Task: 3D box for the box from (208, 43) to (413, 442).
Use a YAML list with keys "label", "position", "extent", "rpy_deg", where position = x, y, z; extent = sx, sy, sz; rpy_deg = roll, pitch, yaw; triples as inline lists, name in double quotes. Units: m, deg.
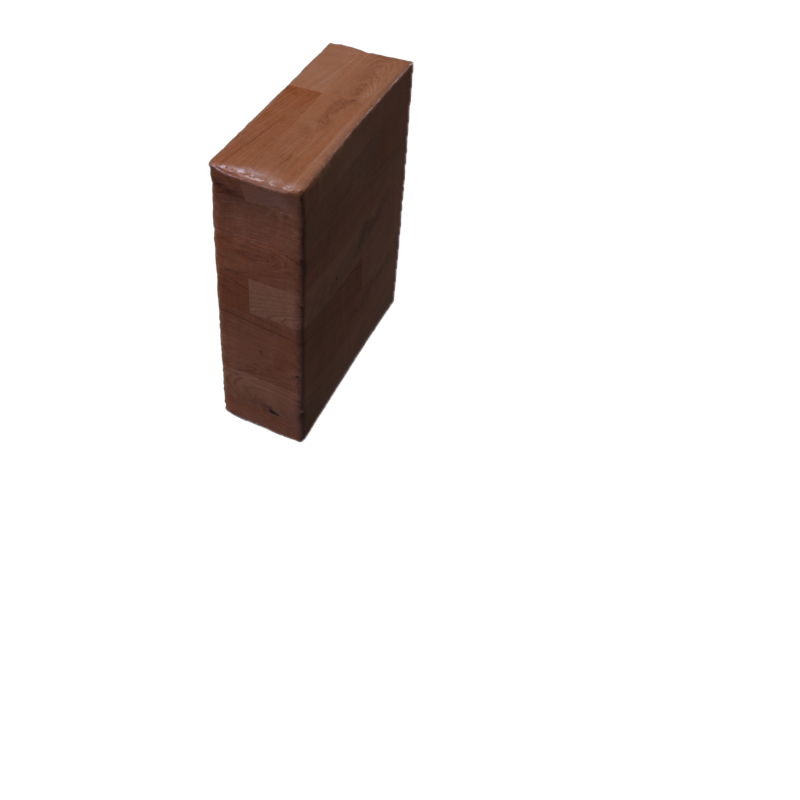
- label: "box"
  position: [-0.058, -0.106, 0.745]
  extent: [0.074, 0.199, 0.170]
  rpy_deg: [18, 45, 15]
